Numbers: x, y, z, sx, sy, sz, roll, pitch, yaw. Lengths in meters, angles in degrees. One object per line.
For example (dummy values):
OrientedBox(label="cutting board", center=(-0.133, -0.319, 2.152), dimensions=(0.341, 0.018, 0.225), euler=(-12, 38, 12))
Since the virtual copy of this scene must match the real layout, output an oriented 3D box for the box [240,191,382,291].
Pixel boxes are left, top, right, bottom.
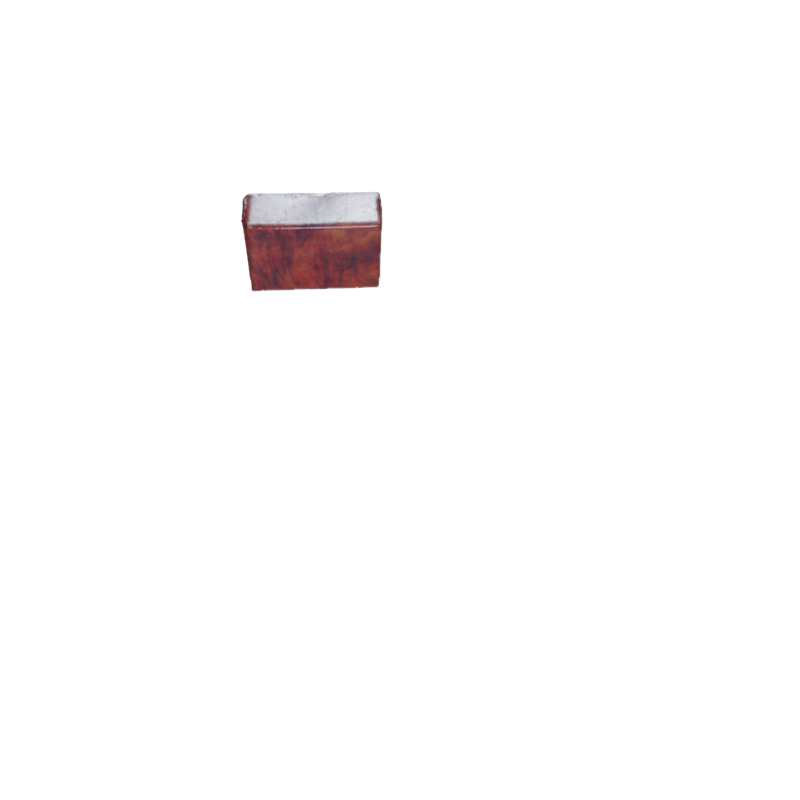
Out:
OrientedBox(label="box", center=(-0.057, -0.104, 0.729), dimensions=(0.089, 0.032, 0.068), euler=(0, -31, 0))
